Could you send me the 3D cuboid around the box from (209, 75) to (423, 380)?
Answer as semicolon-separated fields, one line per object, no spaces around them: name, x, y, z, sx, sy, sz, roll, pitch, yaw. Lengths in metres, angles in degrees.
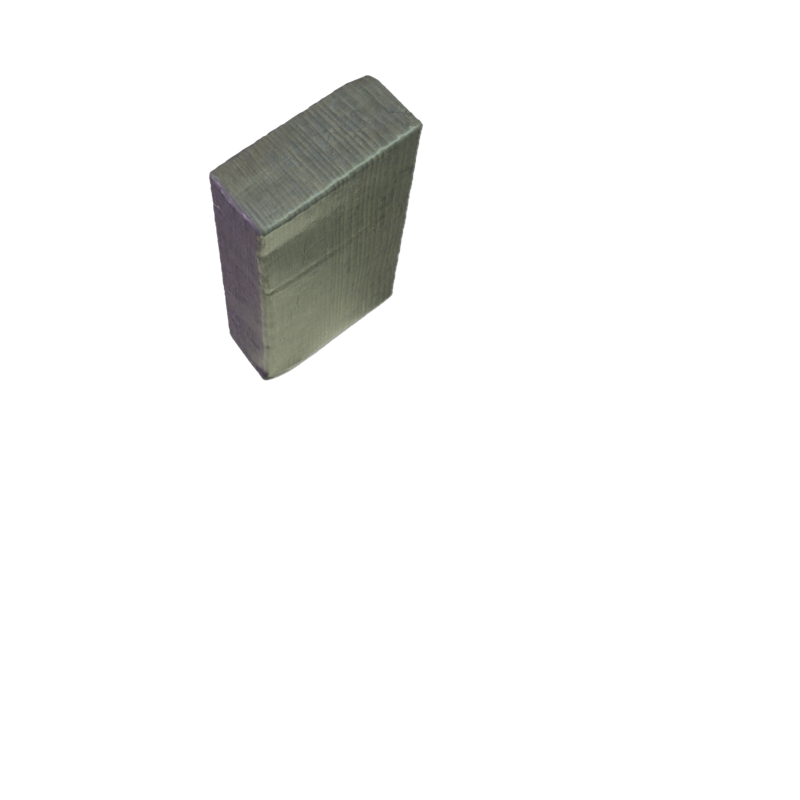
box;-0.044;-0.080;0.556;0.094;0.050;0.167;-37;-17;-18
